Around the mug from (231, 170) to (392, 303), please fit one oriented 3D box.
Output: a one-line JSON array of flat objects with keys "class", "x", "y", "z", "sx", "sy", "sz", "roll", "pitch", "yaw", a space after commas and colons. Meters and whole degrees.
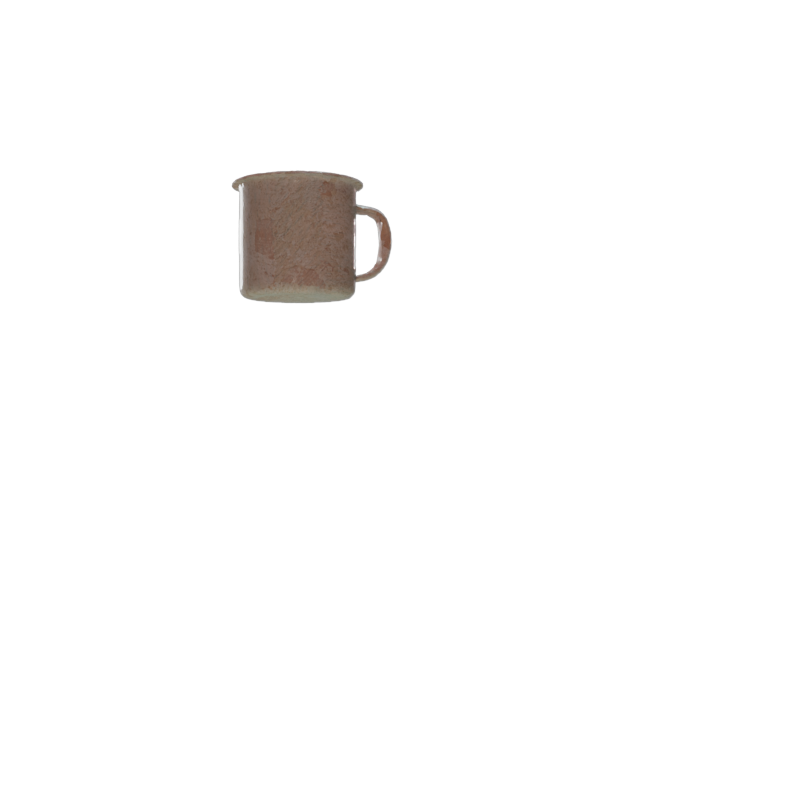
[{"class": "mug", "x": -0.061, "y": -0.112, "z": 0.782, "sx": 0.114, "sy": 0.083, "sz": 0.095, "roll": 1, "pitch": -4, "yaw": -24}]
